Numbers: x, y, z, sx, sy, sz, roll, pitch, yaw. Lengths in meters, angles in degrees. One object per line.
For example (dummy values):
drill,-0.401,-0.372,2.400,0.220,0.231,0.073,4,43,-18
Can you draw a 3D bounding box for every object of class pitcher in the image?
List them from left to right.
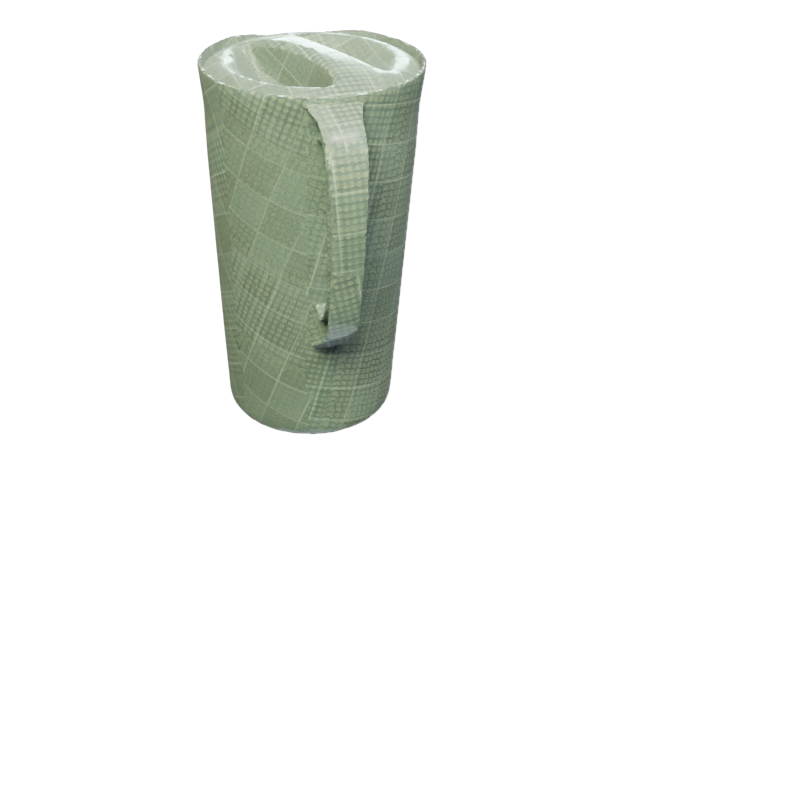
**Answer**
pitcher,-0.054,-0.098,0.687,0.152,0.229,0.151,18,33,25
